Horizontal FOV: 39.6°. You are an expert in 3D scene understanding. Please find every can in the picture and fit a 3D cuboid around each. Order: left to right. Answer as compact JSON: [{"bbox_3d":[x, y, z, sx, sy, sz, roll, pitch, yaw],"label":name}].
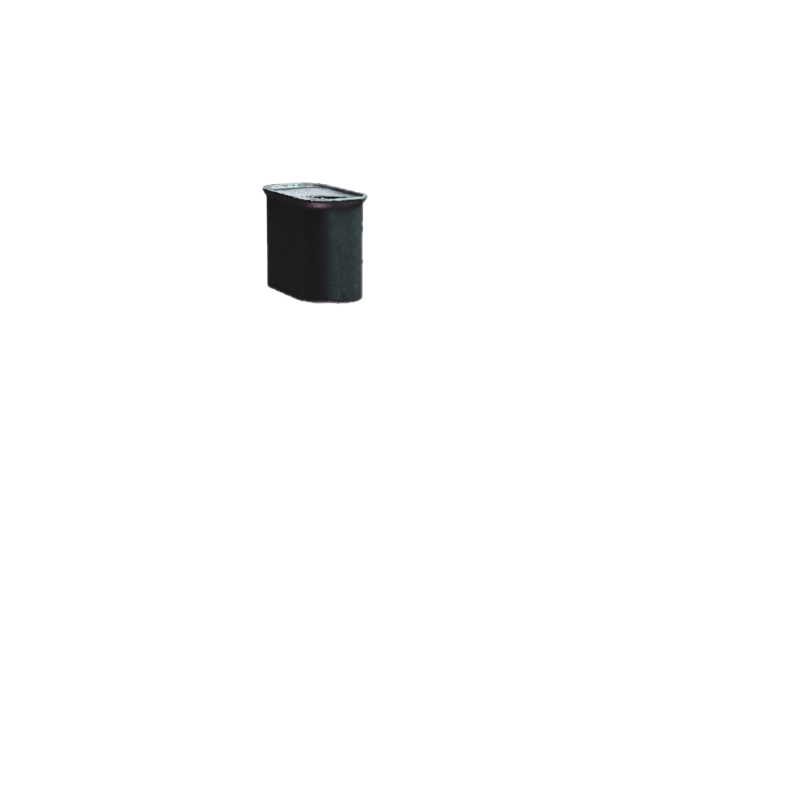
[{"bbox_3d":[-0.070,-0.127,0.891,0.056,0.081,0.108,-7,16,-29],"label":"can"}]
